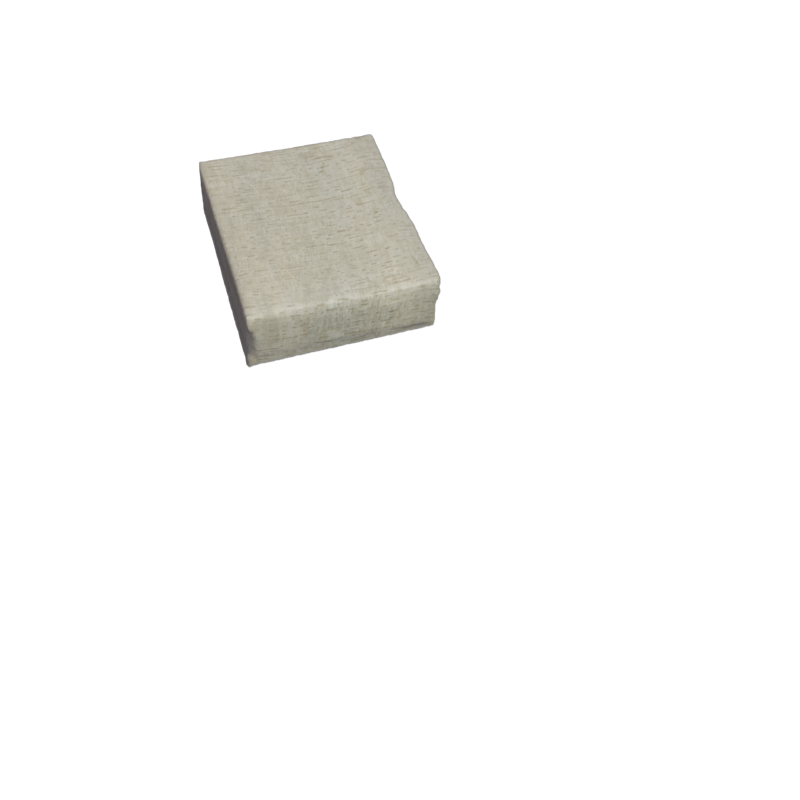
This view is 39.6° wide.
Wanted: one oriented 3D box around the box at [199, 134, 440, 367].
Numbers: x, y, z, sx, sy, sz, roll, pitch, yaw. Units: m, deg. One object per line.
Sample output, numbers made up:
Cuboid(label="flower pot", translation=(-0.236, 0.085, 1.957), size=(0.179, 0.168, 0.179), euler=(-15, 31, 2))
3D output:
Cuboid(label="box", translation=(-0.033, -0.061, 0.427), size=(0.072, 0.097, 0.028), euler=(-12, -40, -11))
